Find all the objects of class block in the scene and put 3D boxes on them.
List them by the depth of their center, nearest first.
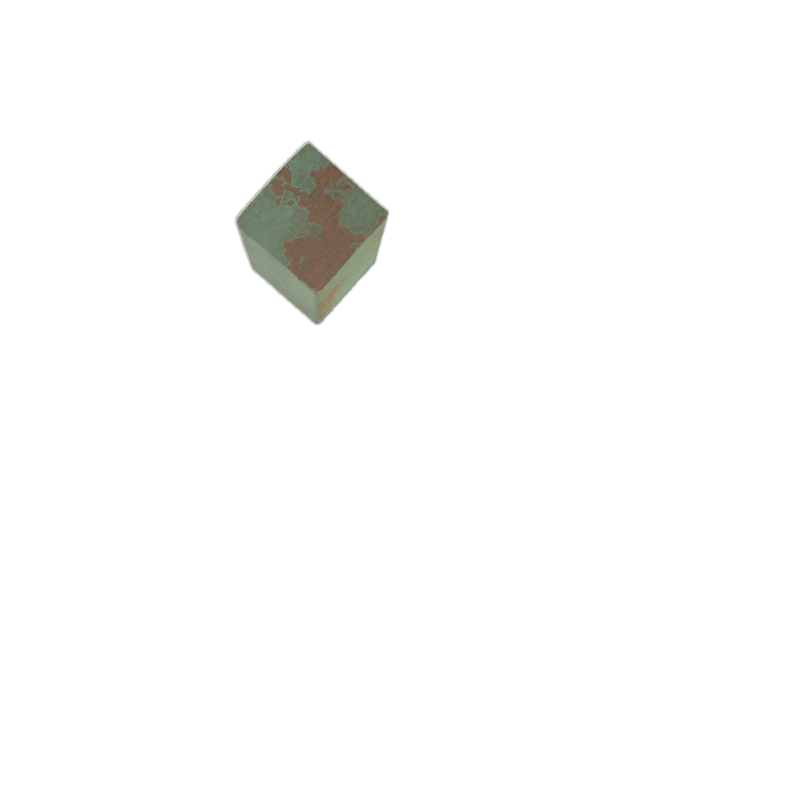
[{"bbox_3d":[-0.077,-0.138,0.972,0.092,0.091,0.203,41,-6,0],"label":"block"}]
